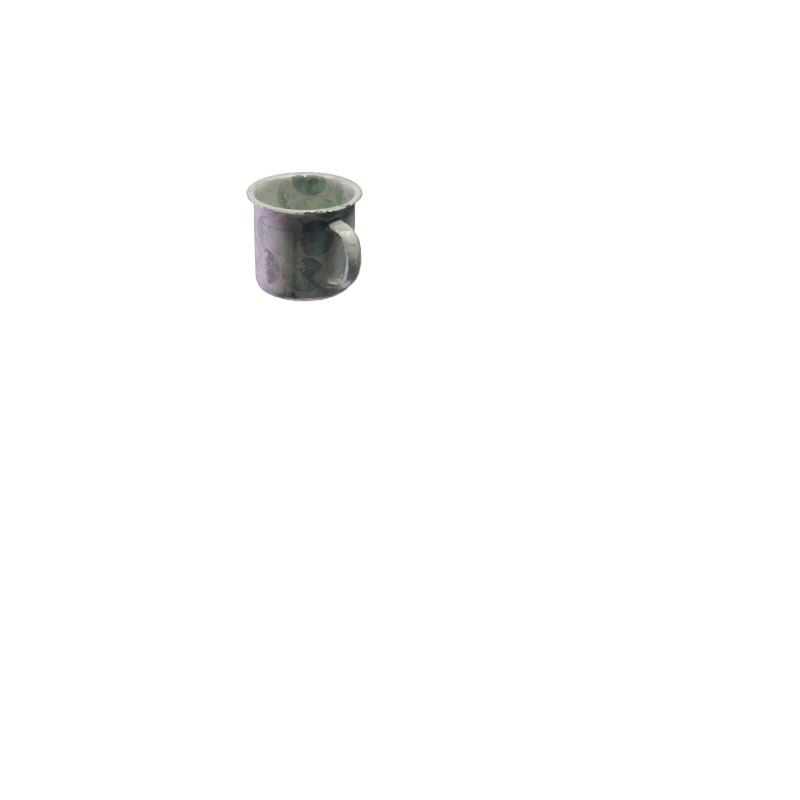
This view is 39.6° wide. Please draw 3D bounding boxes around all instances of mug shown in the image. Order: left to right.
[{"bbox_3d":[-0.070,-0.128,0.895,0.092,0.077,0.125,-20,34,-35],"label":"mug"}]
